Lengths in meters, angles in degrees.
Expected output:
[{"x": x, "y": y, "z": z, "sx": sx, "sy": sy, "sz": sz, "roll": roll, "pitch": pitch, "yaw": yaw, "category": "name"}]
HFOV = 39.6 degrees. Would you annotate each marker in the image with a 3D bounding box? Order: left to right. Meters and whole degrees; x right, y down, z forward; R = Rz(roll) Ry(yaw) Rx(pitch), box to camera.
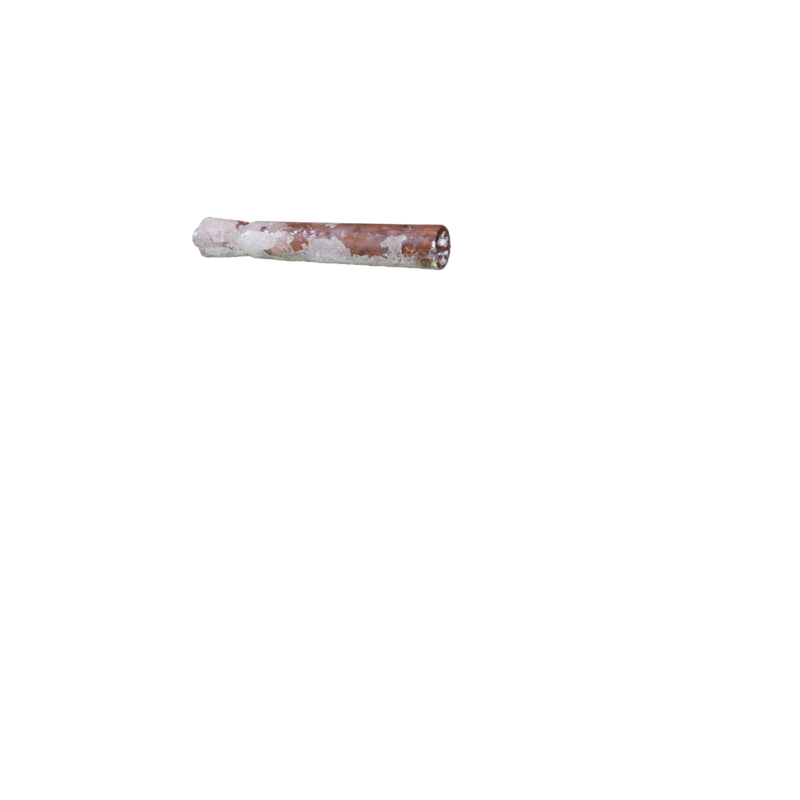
[{"x": -0.038, "y": -0.069, "z": 0.483, "sx": 0.125, "sy": 0.020, "sz": 0.019, "roll": 6, "pitch": 6, "yaw": 27, "category": "marker"}]
